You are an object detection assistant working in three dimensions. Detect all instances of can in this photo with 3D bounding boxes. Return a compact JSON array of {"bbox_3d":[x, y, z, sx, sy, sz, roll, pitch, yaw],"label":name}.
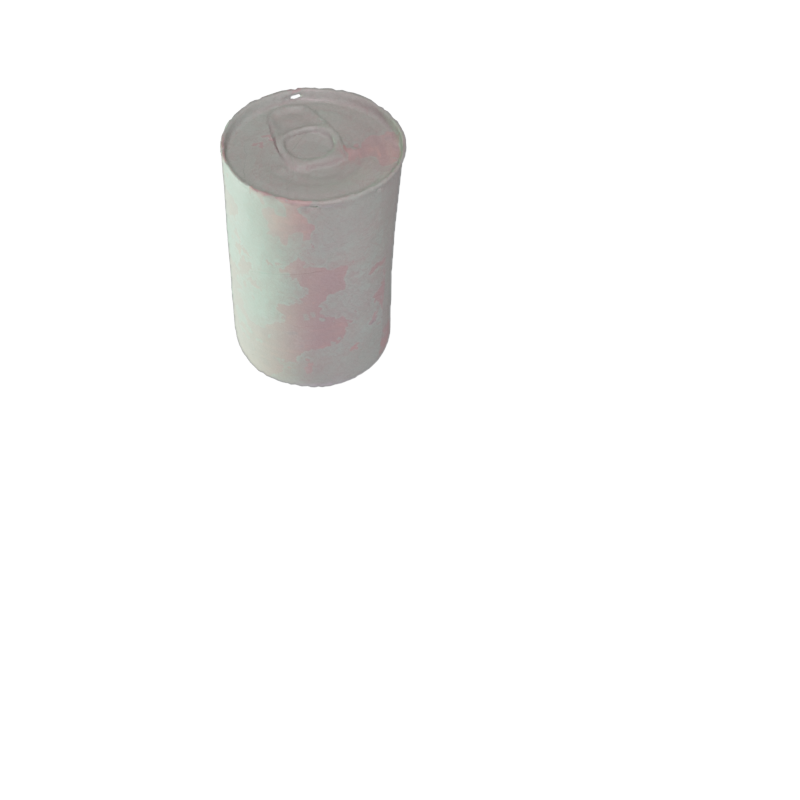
[{"bbox_3d":[-0.034,-0.063,0.438,0.068,0.074,0.095,0,-43,-3],"label":"can"}]
